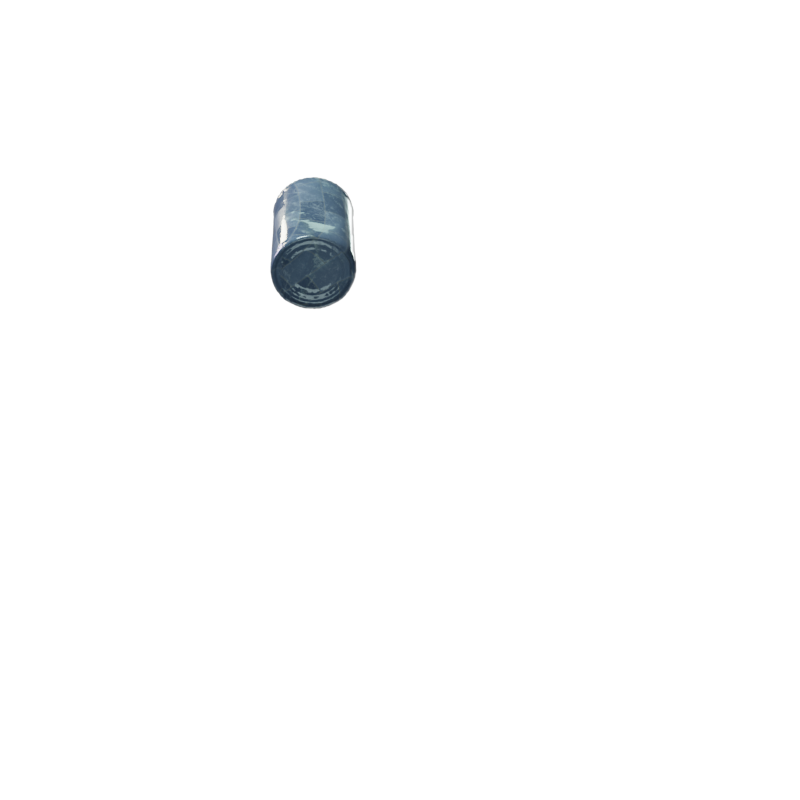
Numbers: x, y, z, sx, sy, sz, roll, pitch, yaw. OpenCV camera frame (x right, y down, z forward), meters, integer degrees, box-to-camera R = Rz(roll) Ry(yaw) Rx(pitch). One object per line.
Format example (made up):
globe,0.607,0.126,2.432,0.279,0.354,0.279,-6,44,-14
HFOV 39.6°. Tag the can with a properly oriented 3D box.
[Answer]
can,-0.070,-0.128,0.897,0.068,0.064,0.109,-1,34,-3
